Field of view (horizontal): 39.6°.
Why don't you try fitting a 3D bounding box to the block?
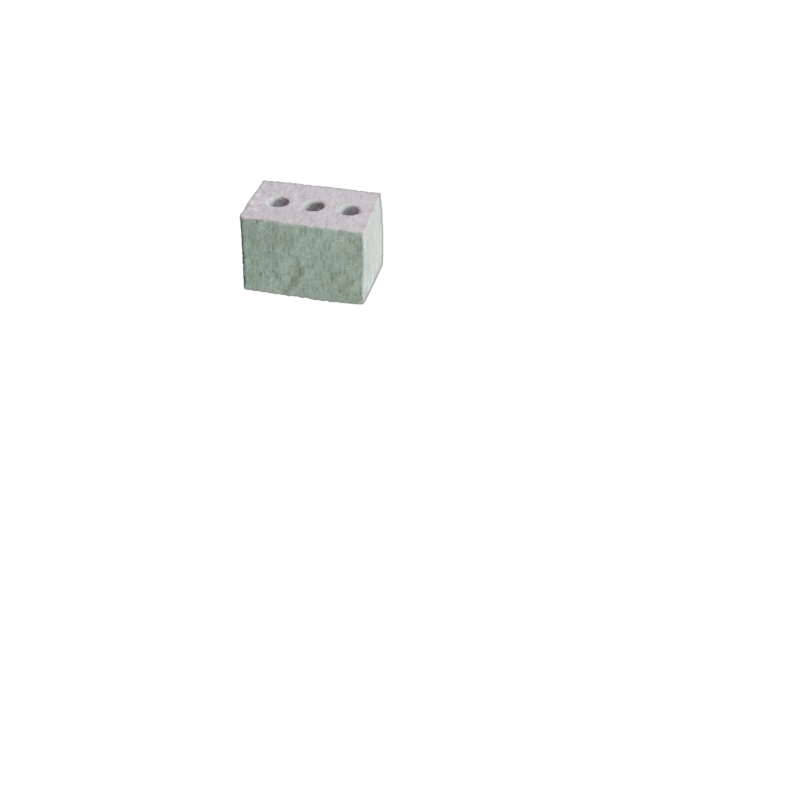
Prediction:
[{"bbox_3d":[-0.053,-0.096,0.673,0.079,0.048,0.055,8,33,11],"label":"block"}]
